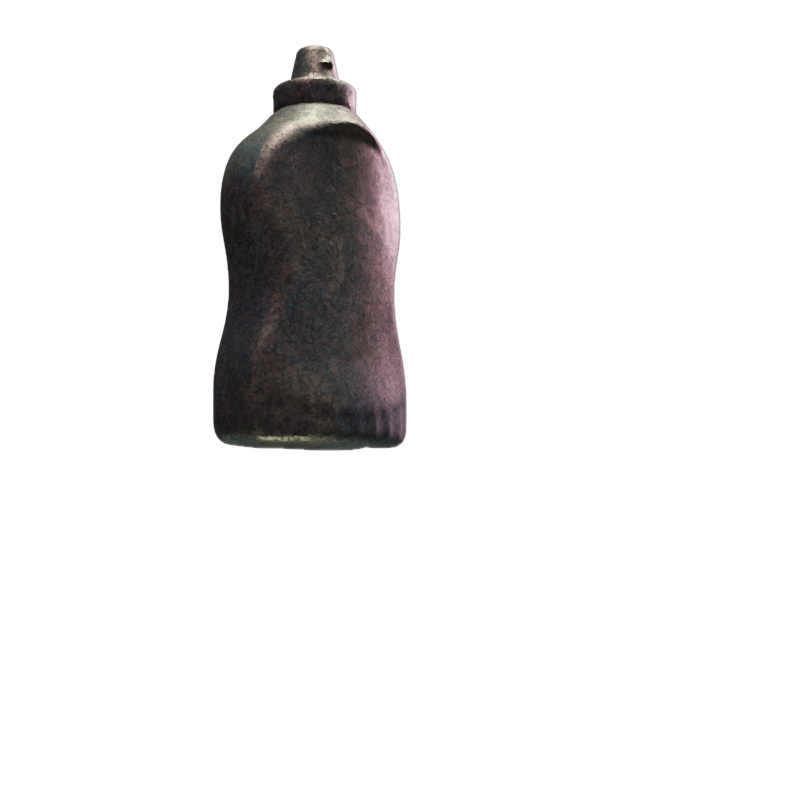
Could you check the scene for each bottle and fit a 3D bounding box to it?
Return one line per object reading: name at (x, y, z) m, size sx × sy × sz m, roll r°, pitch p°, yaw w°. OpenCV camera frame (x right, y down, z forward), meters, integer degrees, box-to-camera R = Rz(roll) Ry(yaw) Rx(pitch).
bottle at (-0.041, -0.075, 0.523) m, size 0.091 × 0.198 × 0.059 m, roll 9°, pitch -16°, yaw -41°
